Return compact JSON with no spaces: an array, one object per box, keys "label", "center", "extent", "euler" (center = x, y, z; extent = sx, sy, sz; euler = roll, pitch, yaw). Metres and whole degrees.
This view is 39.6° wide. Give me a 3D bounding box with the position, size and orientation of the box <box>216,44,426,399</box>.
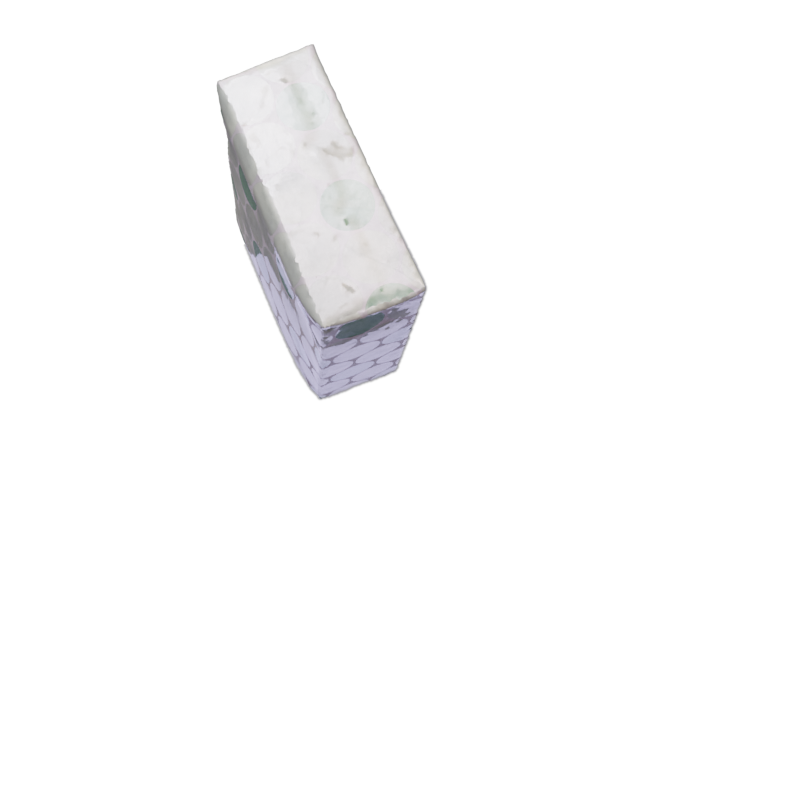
[{"label":"box","center":[-0.056,-0.102,0.717],"extent":[0.072,0.171,0.206],"euler":[-22,-12,-8]}]
